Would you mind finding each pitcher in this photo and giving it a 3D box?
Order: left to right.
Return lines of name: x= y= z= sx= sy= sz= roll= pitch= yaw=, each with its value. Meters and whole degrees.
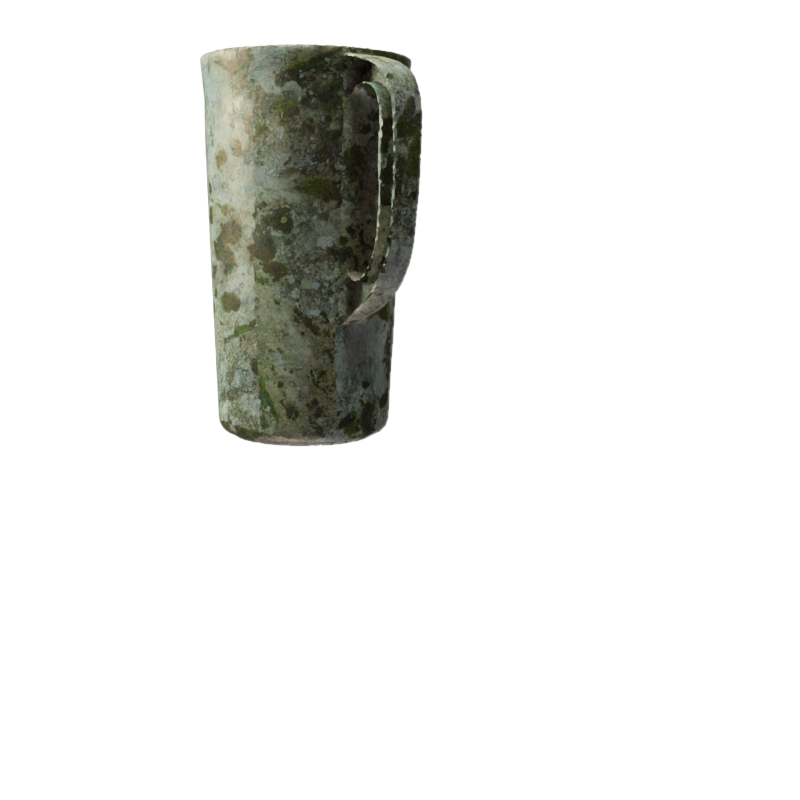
pitcher: x=-0.054 y=-0.099 z=0.692 sx=0.147 sy=0.242 sz=0.148 roll=1 pitch=3 yaw=8
